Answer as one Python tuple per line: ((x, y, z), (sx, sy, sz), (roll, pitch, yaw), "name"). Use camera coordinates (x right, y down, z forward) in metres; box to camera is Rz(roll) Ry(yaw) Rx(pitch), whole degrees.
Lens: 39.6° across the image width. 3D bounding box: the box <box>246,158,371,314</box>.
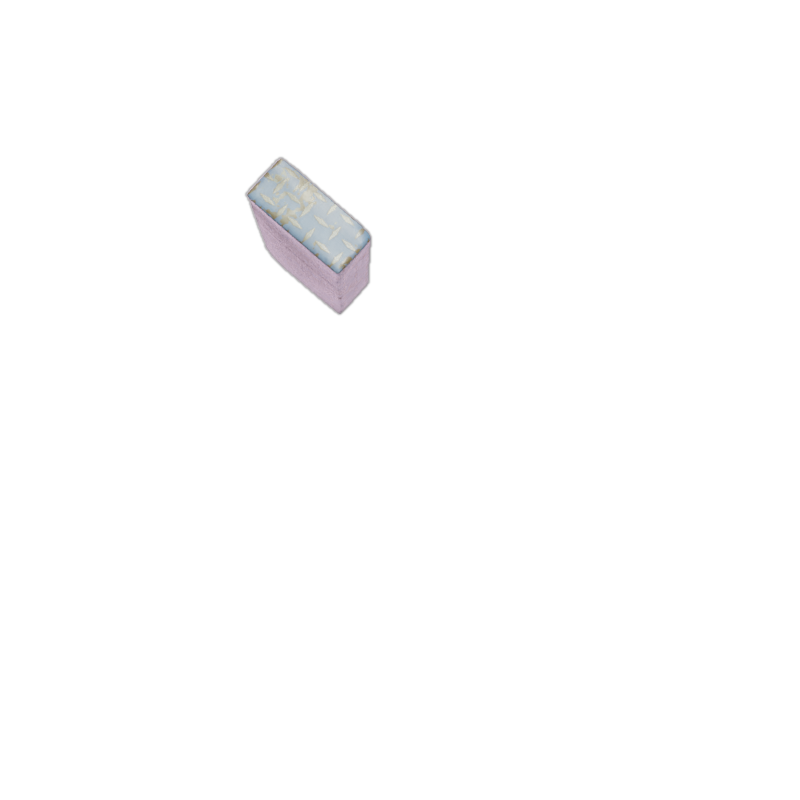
((-0.069, -0.127, 0.885), (0.095, 0.048, 0.172), (42, -8, 3), "box")
